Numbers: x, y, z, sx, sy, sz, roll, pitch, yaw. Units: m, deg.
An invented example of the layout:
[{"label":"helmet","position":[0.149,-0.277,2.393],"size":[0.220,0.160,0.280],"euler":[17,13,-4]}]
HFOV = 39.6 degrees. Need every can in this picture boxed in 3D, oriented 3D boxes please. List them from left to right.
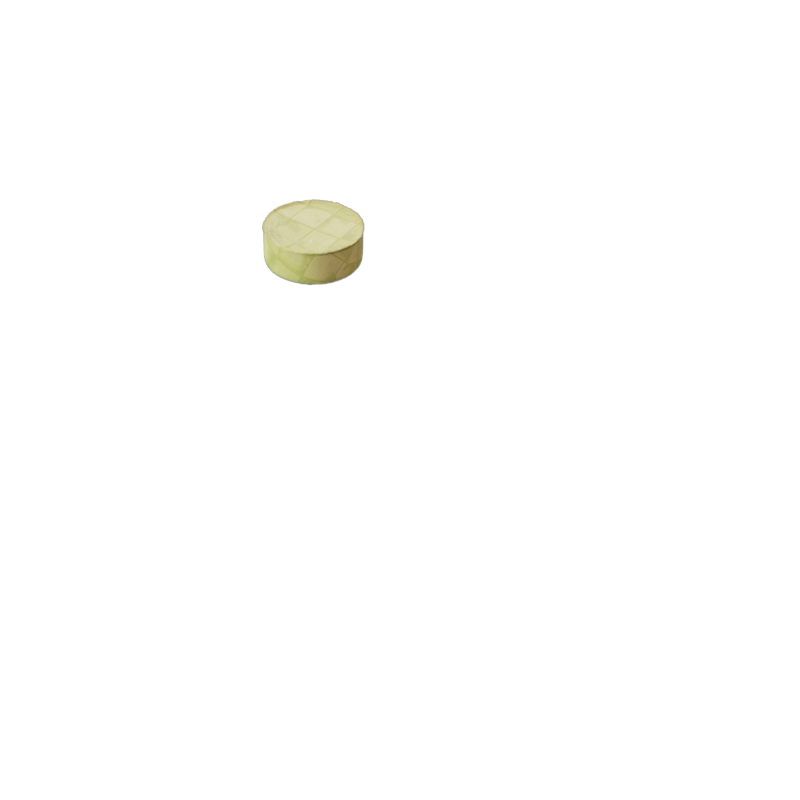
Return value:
[{"label":"can","position":[-0.073,-0.133,0.935],"size":[0.086,0.031,0.092],"euler":[-1,38,-2]}]
